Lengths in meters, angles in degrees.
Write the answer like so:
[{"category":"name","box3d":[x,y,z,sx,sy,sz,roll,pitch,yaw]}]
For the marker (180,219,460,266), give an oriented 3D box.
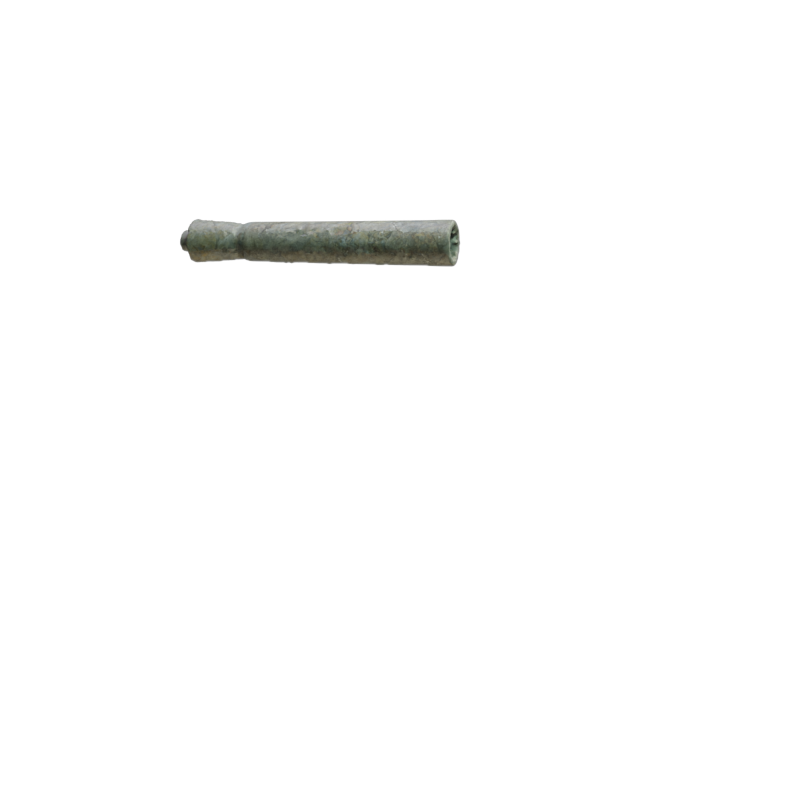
[{"category":"marker","box3d":[-0.036,-0.066,0.462,0.124,0.020,0.019,4,5,21]}]
